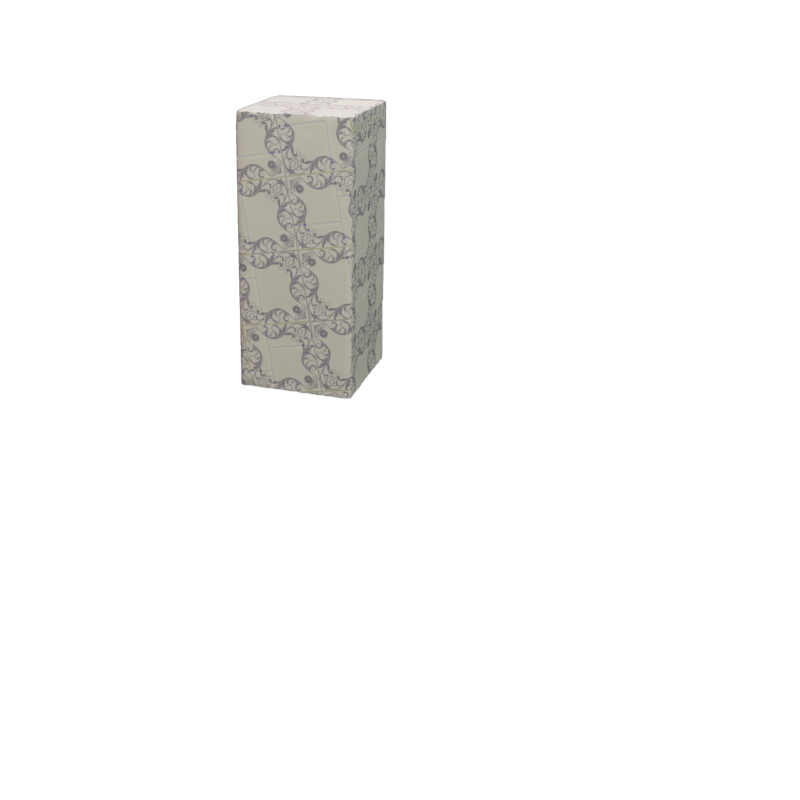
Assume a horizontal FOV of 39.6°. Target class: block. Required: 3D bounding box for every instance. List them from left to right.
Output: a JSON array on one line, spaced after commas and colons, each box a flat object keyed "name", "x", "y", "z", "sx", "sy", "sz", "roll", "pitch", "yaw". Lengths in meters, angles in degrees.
[{"name": "block", "x": -0.066, "y": -0.119, "z": 0.830, "sx": 0.092, "sy": 0.198, "sz": 0.092, "roll": 6, "pitch": 18, "yaw": 15}]
